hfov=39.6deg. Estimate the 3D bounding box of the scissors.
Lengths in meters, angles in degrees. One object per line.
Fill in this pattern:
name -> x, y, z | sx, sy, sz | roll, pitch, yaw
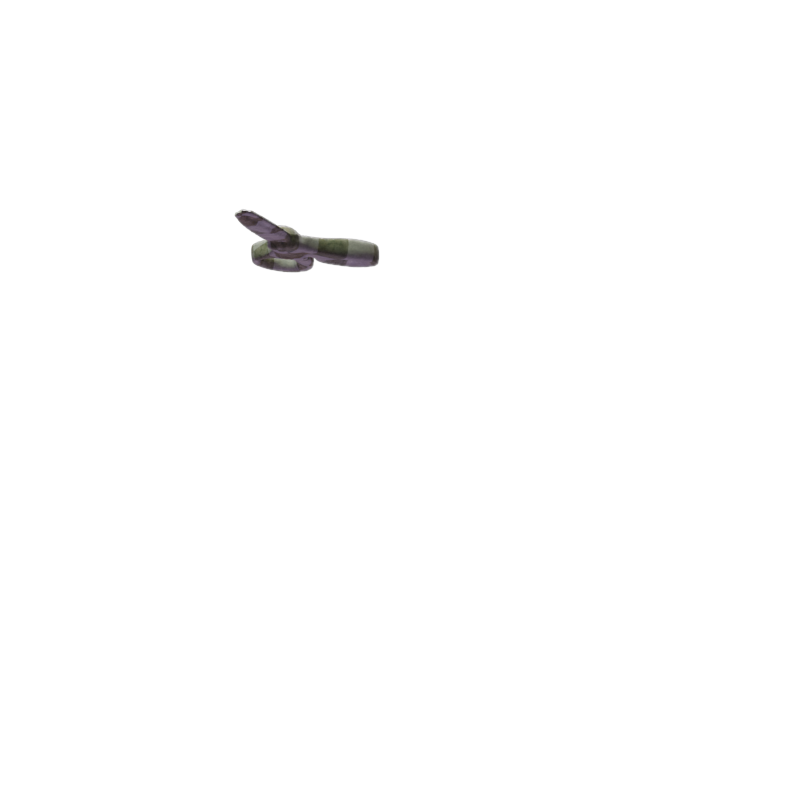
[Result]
scissors -> -0.054, -0.099, 0.695 | 0.095, 0.016, 0.201 | 0, 0, -7
